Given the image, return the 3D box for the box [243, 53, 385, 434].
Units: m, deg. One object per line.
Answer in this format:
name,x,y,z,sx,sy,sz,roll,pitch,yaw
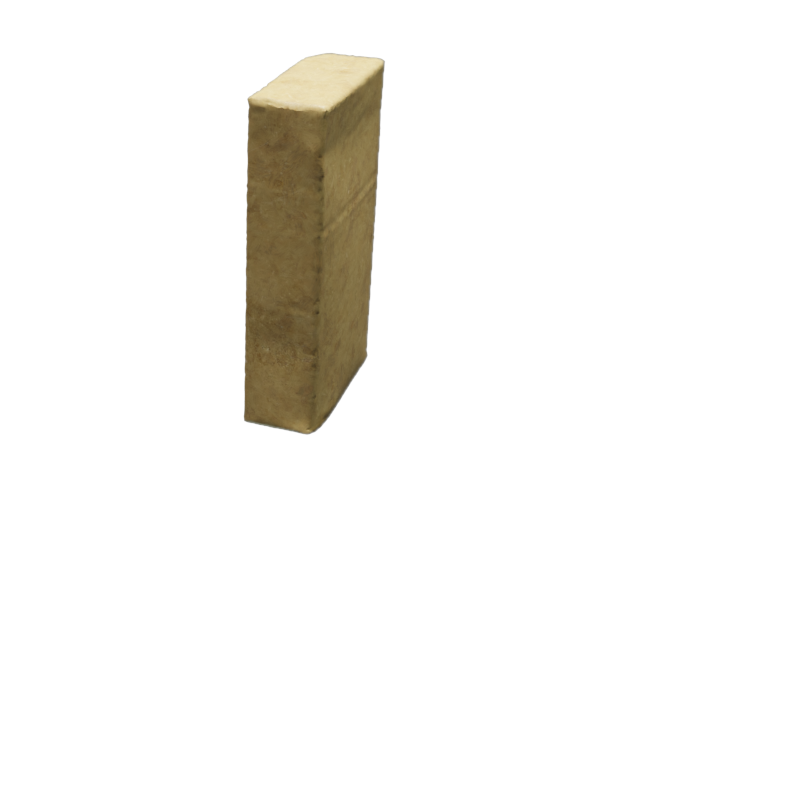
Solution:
box,-0.045,-0.081,0.567,0.049,0.167,0.096,9,27,14
